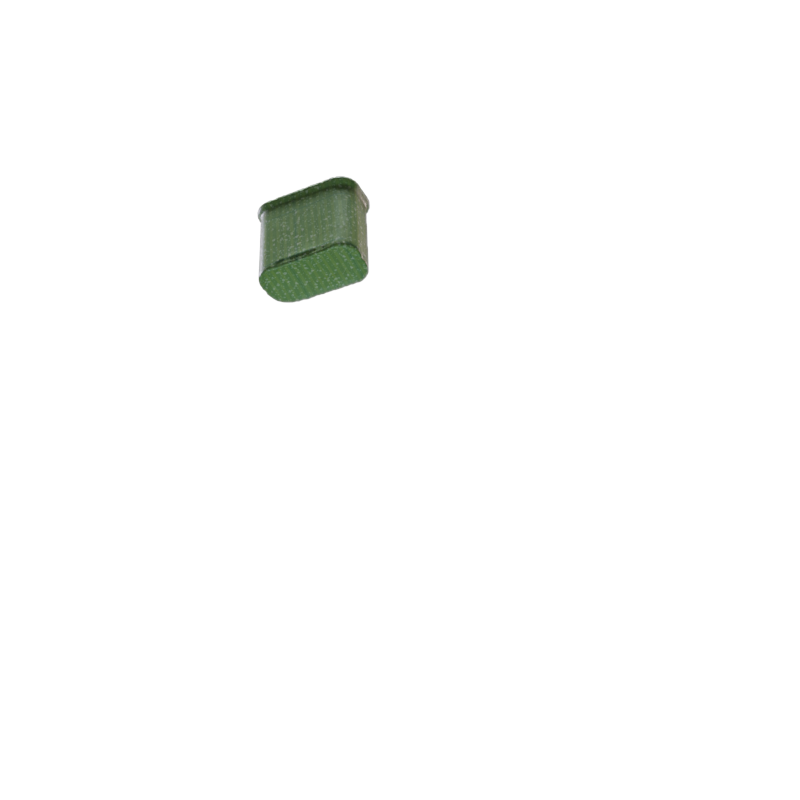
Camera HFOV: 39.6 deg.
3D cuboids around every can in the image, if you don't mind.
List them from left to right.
[{"bbox_3d":[-0.078,-0.142,0.993,0.103,0.090,0.053,-18,-42,18],"label":"can"}]
